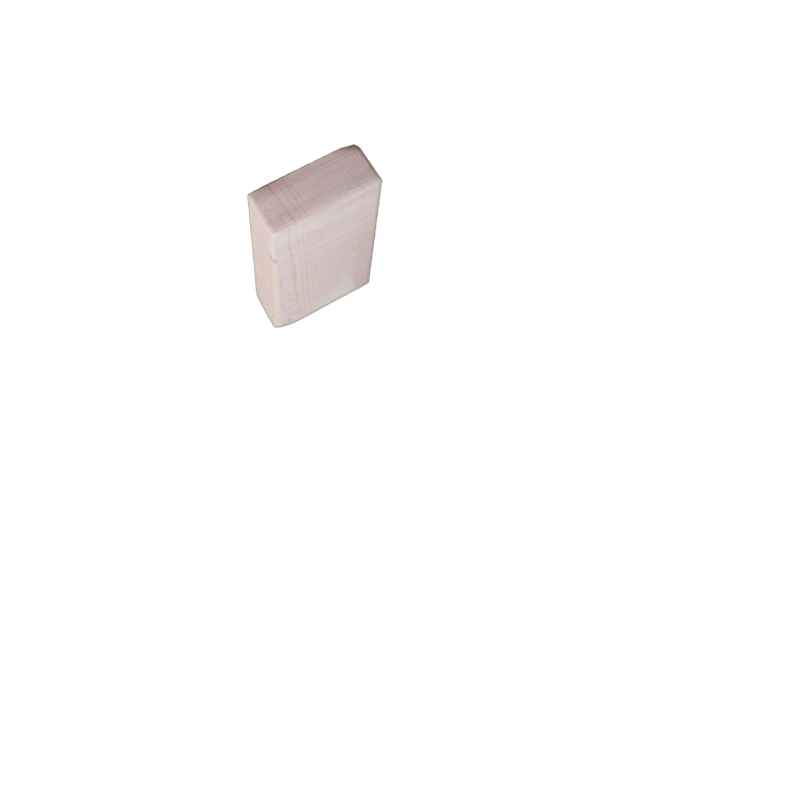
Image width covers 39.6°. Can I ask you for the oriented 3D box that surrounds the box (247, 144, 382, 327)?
[{"bbox_3d":[-0.067,-0.123,0.860,0.093,0.051,0.167,-29,-18,-15],"label":"box"}]
